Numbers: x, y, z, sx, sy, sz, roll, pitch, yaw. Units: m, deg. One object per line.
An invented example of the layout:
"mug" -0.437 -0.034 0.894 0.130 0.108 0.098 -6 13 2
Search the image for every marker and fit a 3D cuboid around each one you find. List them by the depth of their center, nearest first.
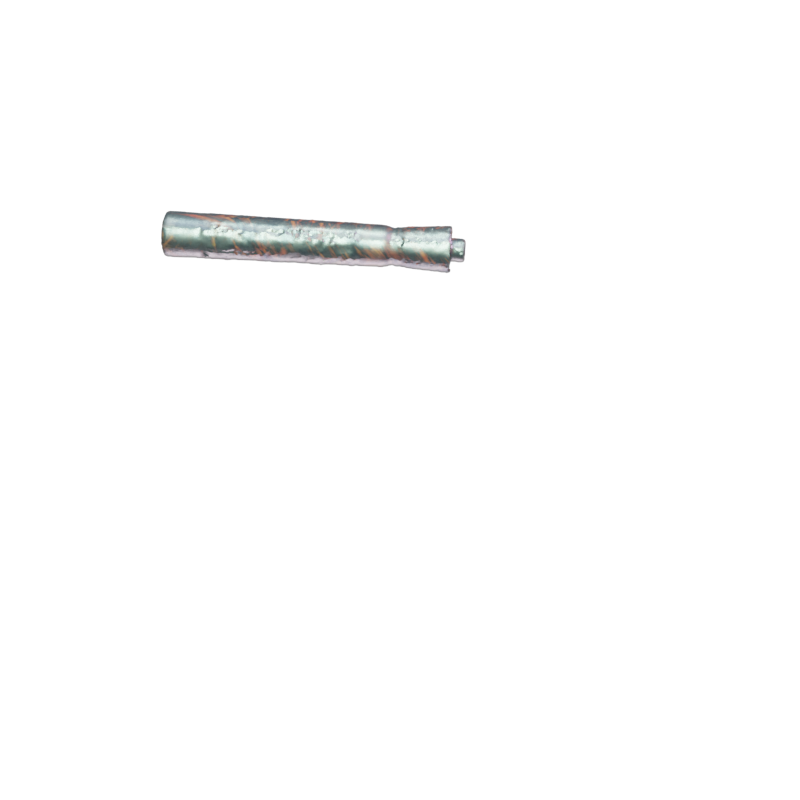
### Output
"marker" -0.035 -0.064 0.445 0.122 0.020 0.020 4 4 6
